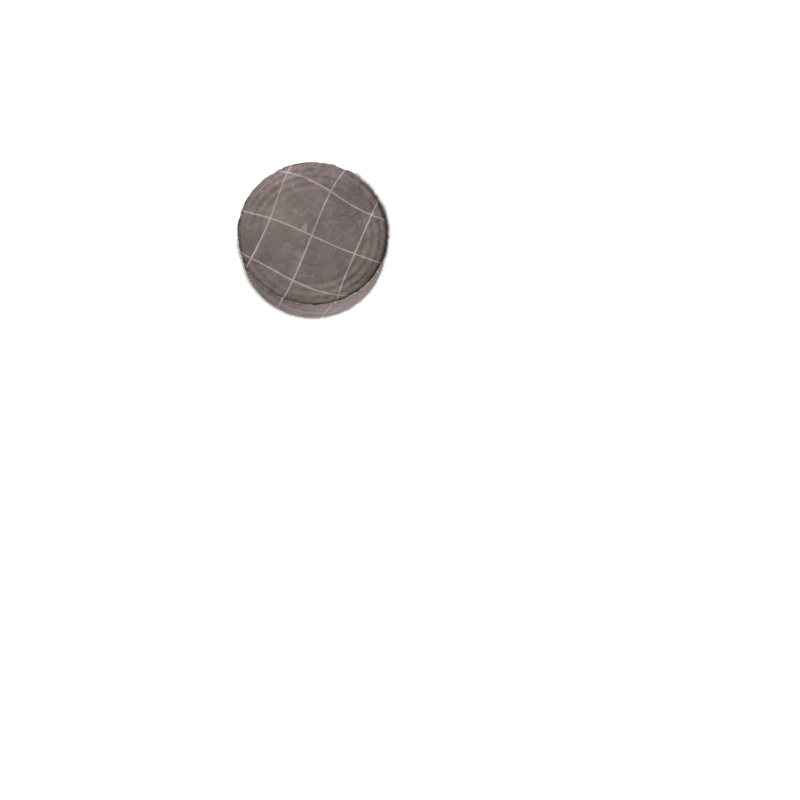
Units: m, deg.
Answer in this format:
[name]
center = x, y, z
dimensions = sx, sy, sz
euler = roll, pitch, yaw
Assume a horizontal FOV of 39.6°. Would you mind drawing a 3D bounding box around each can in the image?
[can]
center = -0.050, -0.091, 0.637
dimensions = 0.086, 0.090, 0.032
euler = -1, -17, -1
